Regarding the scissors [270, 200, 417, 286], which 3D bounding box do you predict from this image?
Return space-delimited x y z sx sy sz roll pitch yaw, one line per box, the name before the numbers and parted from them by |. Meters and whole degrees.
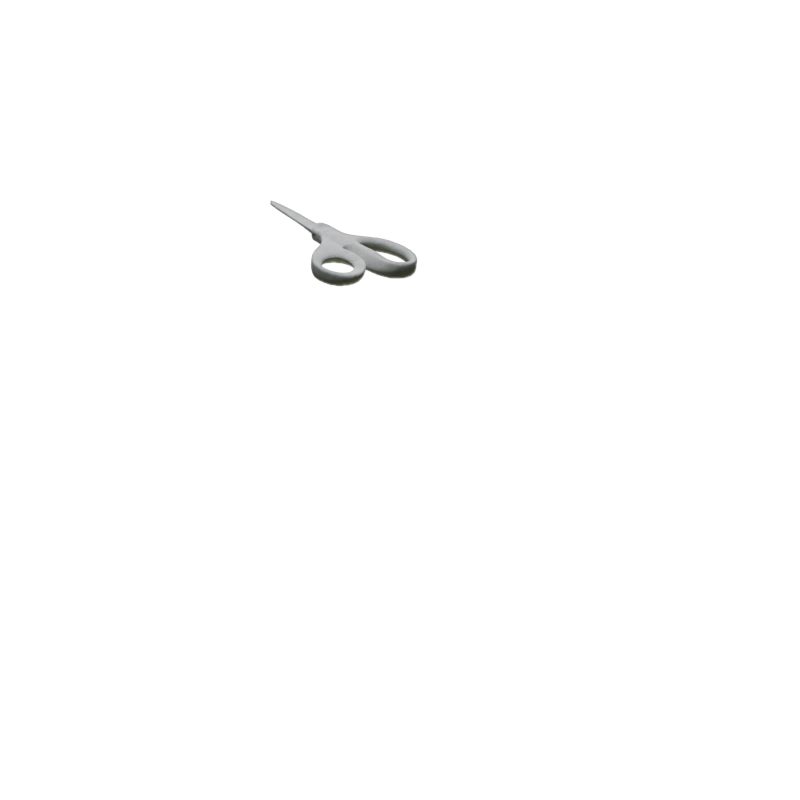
scissors | -0.076 -0.139 0.972 0.214 0.015 0.095 24 36 37
